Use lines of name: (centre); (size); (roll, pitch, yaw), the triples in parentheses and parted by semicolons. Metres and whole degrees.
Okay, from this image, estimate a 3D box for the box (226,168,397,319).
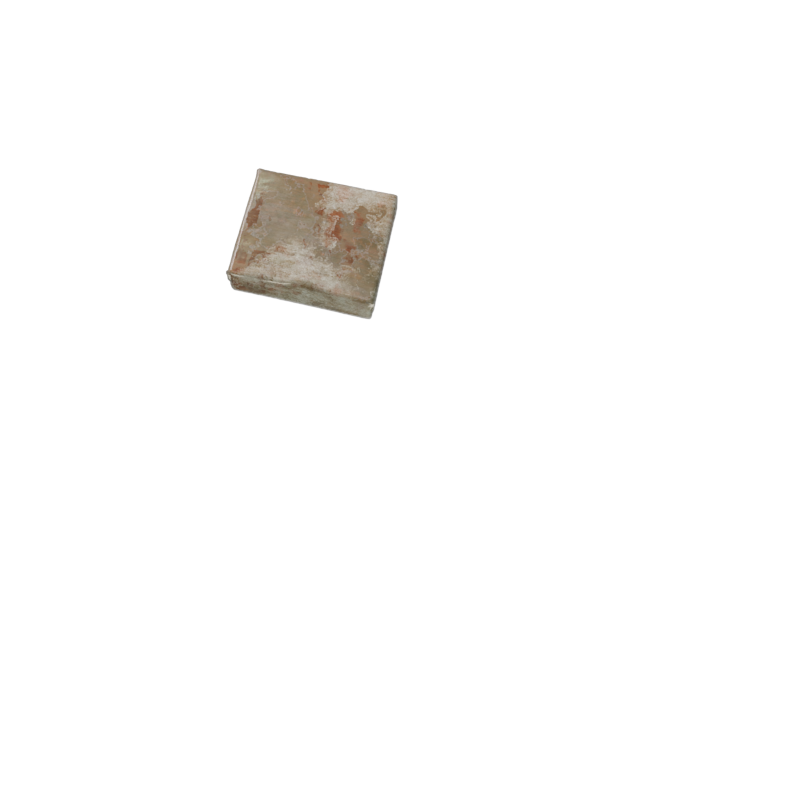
box: (-0.052, -0.095, 0.665); (0.090, 0.076, 0.029); (12, -24, 5)
